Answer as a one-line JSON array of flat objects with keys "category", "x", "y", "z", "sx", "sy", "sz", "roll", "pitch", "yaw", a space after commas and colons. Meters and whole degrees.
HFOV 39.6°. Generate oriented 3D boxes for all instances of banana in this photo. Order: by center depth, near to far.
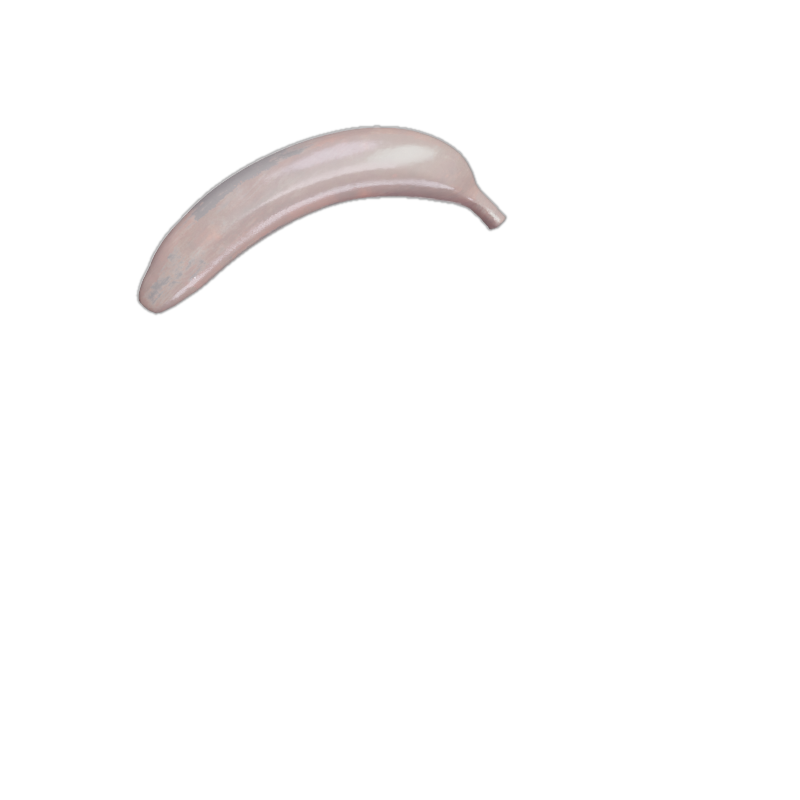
[{"category": "banana", "x": -0.046, "y": -0.101, "z": 0.576, "sx": 0.197, "sy": 0.071, "sz": 0.036, "roll": -14, "pitch": -6, "yaw": -2}]
